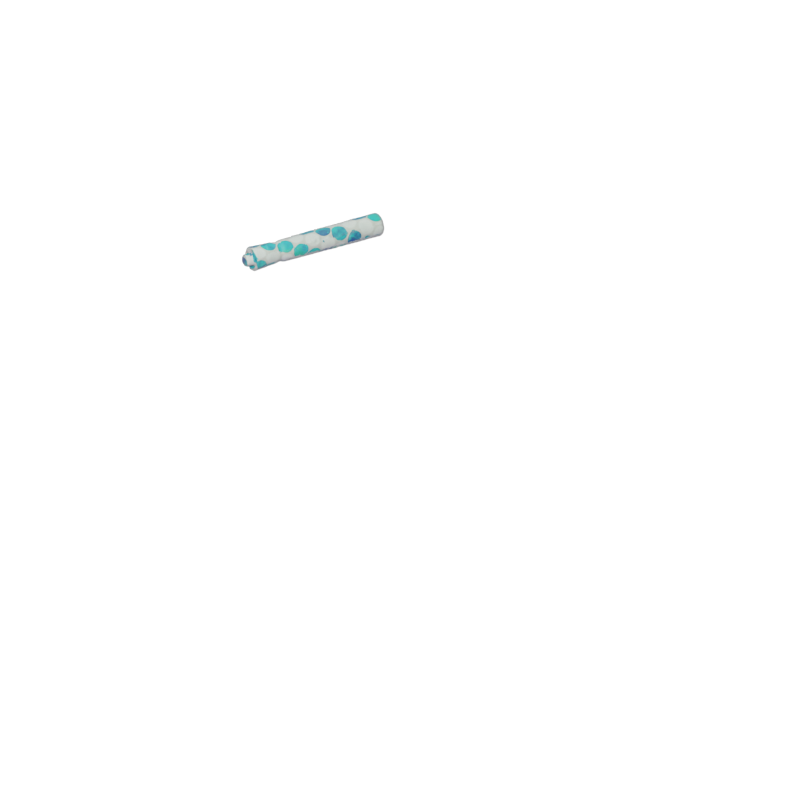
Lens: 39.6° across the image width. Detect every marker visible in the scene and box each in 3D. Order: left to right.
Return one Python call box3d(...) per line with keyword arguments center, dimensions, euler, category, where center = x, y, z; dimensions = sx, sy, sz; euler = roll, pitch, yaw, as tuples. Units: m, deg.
box3d(center=(-0.067, -0.122, 0.854), dimensions=(0.119, 0.019, 0.020), euler=(-20, 14, -28), category="marker")
